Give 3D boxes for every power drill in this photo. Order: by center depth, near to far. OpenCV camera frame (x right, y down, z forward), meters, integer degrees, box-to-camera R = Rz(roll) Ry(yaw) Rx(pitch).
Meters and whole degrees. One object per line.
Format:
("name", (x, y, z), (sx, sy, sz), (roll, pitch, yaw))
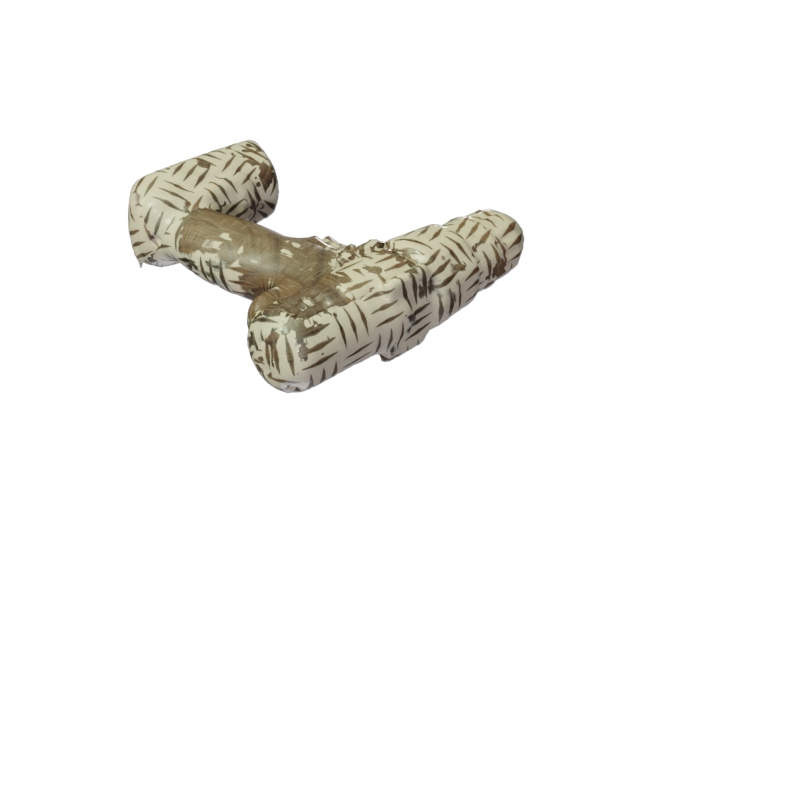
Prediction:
("power drill", (-0.049, -0.089, 0.625), (0.183, 0.054, 0.200), (-28, 42, -36))
